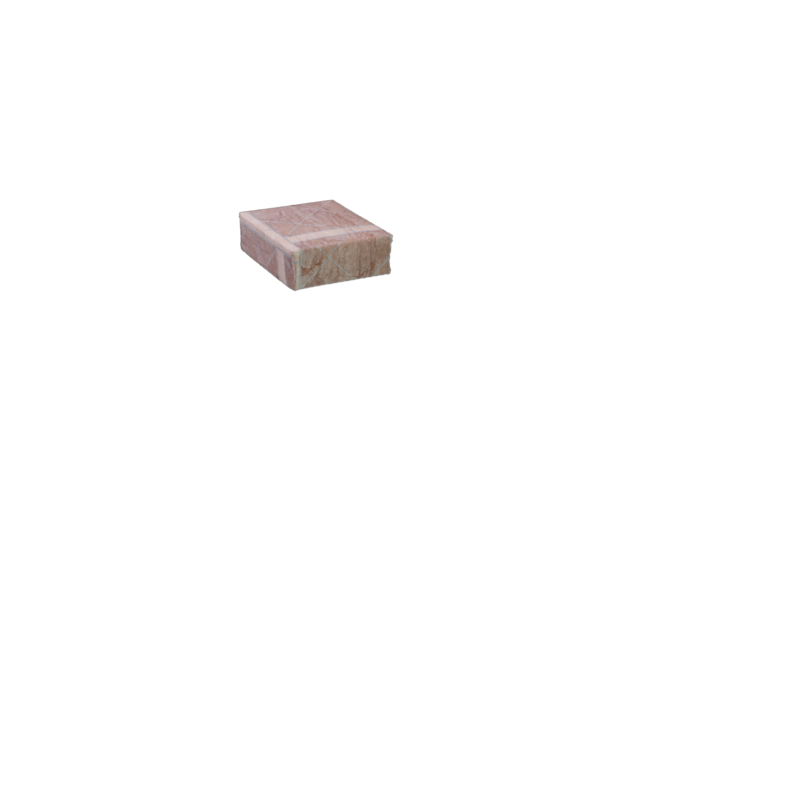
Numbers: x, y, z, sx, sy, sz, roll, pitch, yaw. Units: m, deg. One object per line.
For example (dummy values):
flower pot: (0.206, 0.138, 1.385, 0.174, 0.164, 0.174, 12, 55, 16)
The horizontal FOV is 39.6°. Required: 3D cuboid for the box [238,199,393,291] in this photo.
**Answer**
box: (-0.071, -0.130, 0.910, 0.088, 0.037, 0.122, -13, 30, -24)
